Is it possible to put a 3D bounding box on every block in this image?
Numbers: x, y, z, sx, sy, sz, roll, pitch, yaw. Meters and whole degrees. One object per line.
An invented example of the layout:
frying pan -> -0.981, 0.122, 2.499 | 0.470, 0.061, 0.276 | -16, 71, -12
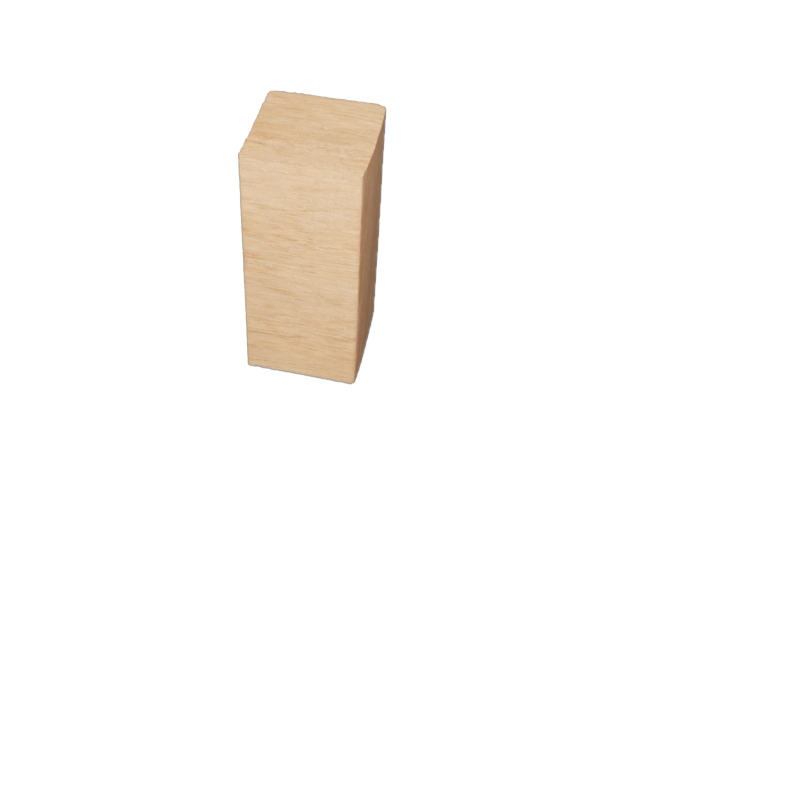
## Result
block -> -0.066, -0.121, 0.844 | 0.092, 0.192, 0.095 | 10, 45, 6
